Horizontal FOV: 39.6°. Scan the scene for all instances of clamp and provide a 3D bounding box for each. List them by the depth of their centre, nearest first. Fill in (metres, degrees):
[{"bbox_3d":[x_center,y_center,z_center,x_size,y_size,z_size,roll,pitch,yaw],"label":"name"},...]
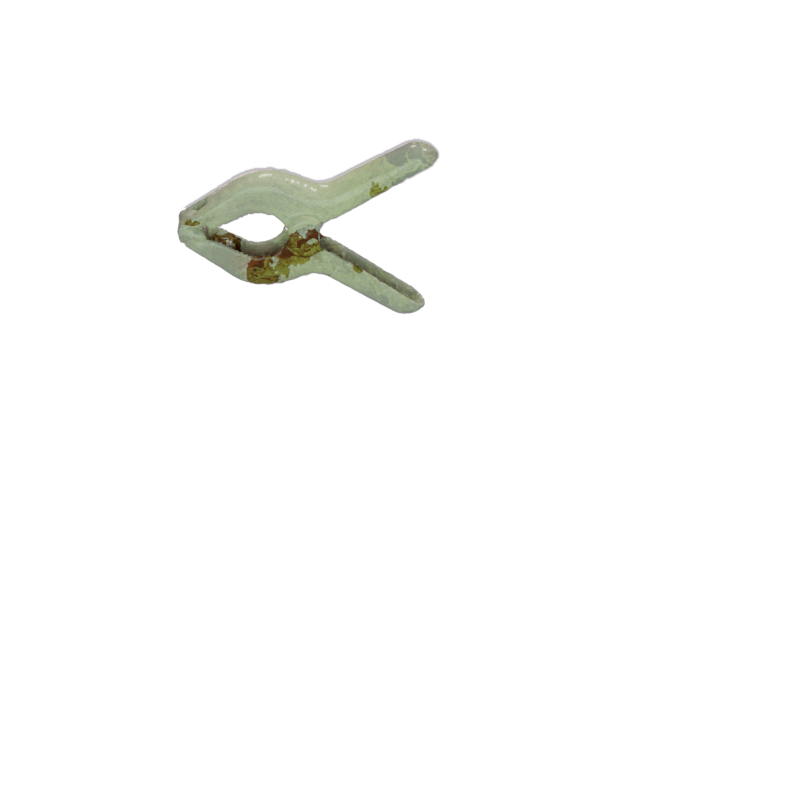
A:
[{"bbox_3d":[-0.057,-0.104,0.726,0.172,0.114,0.041,-6,21,2],"label":"clamp"}]
